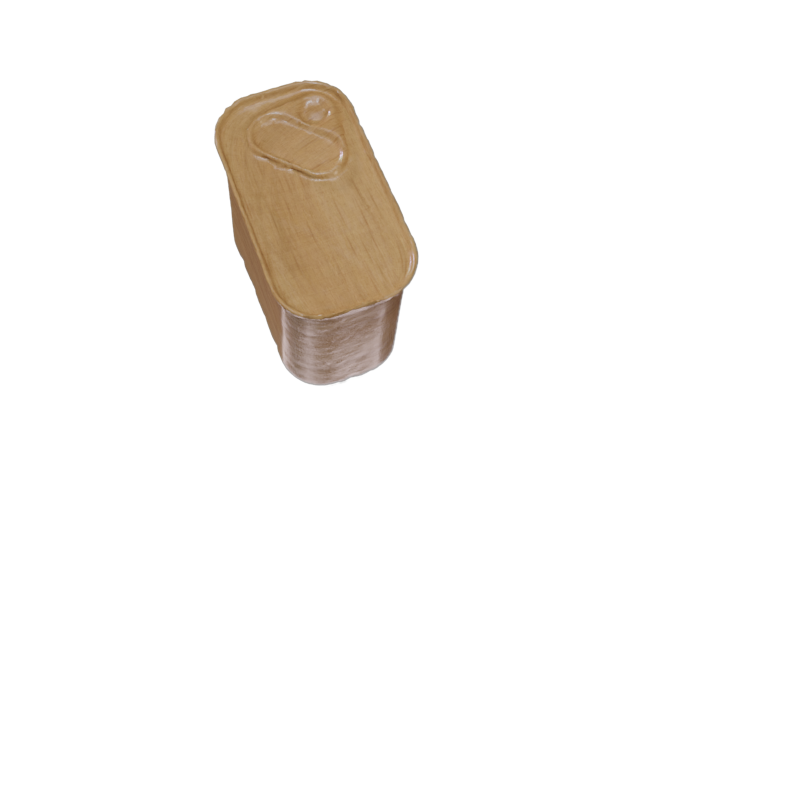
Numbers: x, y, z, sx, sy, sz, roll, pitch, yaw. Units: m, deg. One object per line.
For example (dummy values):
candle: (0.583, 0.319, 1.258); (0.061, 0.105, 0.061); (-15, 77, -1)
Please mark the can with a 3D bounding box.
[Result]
can: (-0.036, -0.065, 0.458); (0.057, 0.108, 0.079); (-19, -22, -10)
